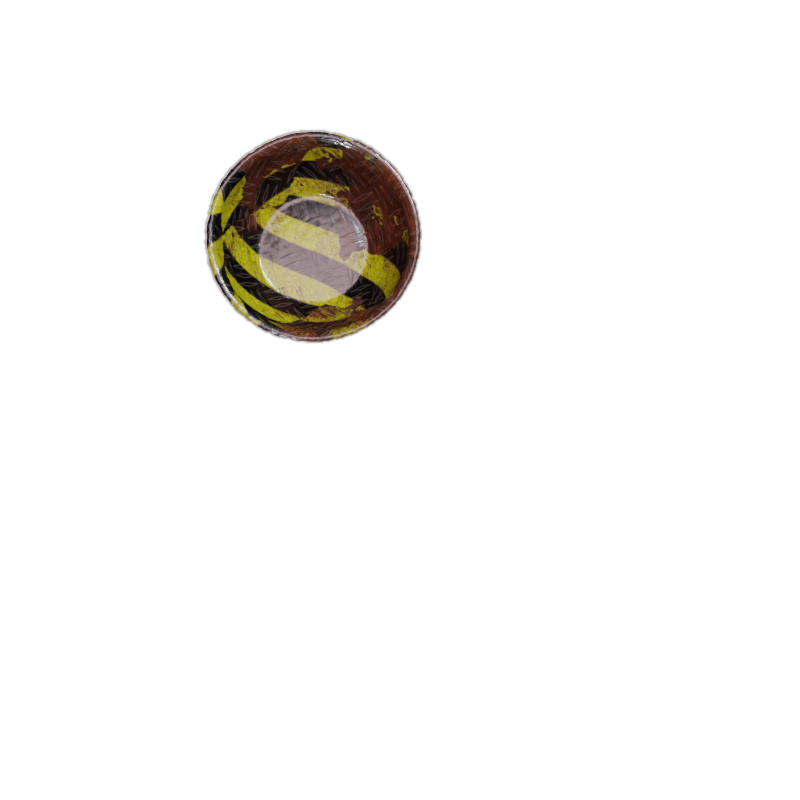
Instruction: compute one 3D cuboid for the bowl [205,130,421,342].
[{"bbox_3d":[-0.067,-0.122,0.854,0.162,0.167,0.053,0,-11,-1],"label":"bowl"}]
